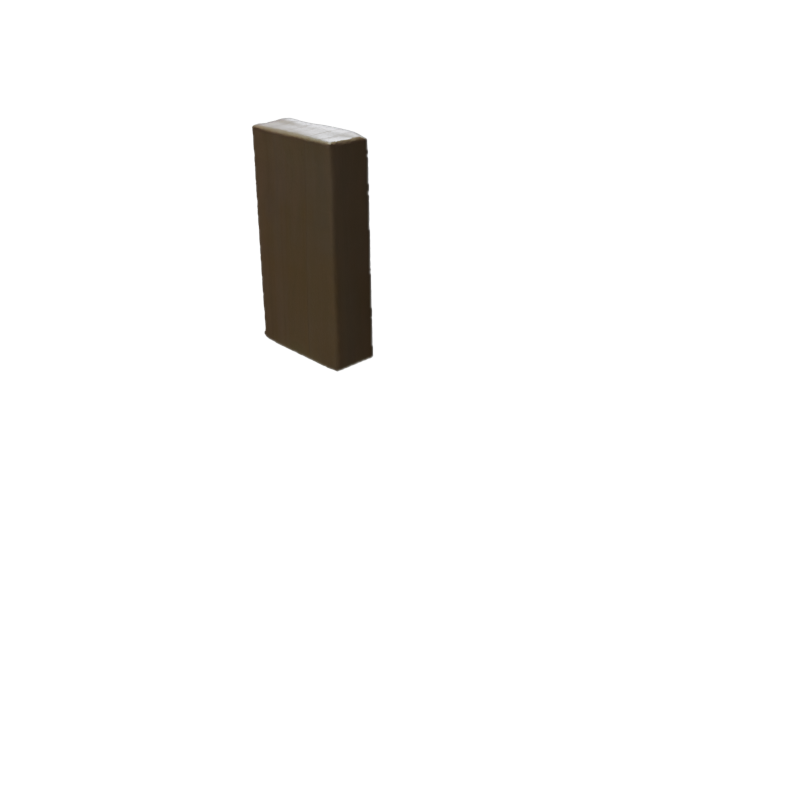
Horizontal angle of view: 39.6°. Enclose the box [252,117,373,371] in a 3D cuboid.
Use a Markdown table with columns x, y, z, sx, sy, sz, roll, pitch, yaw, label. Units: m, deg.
| x | y | z | sx | sy | sz | roll | pitch | yaw | label |
| --- | --- | --- | --- | --- | --- | --- | --- | --- | --- |
| -0.066 | -0.120 | 0.844 | 0.047 | 0.169 | 0.099 | -15 | 26 | -39 | box |
